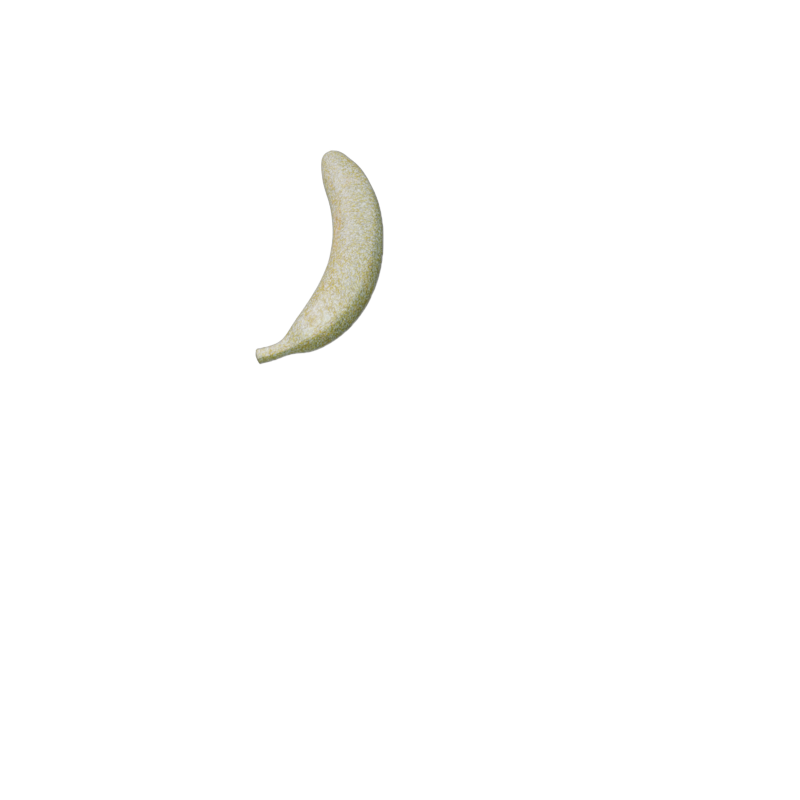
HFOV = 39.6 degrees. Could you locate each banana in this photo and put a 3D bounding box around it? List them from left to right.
[{"bbox_3d":[-0.046,-0.108,0.801,0.070,0.209,0.034,10,-36,7],"label":"banana"}]
